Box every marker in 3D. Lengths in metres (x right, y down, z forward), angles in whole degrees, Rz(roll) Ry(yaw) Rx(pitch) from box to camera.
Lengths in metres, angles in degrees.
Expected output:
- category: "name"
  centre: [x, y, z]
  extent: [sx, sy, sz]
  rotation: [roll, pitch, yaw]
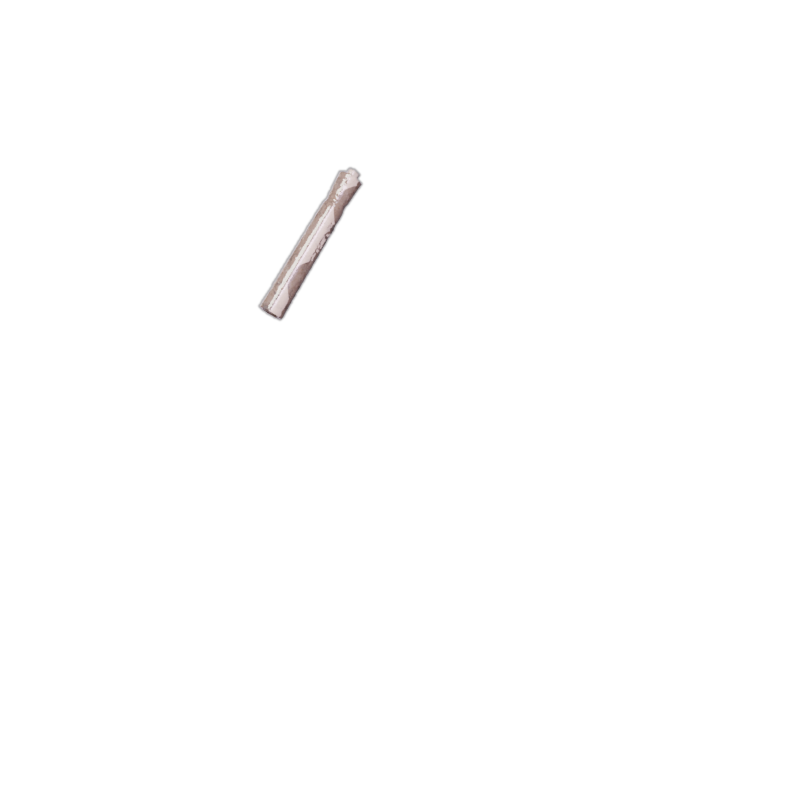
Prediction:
- category: "marker"
  centre: [-0.062, -0.113, 0.794]
  extent: [0.020, 0.123, 0.019]
  rotation: [29, -10, 2]
